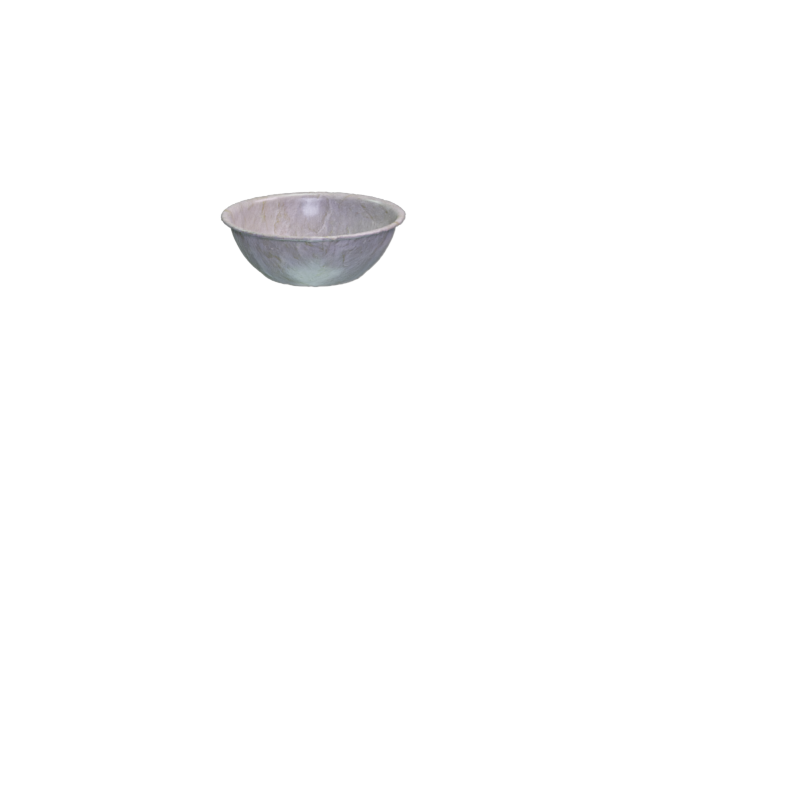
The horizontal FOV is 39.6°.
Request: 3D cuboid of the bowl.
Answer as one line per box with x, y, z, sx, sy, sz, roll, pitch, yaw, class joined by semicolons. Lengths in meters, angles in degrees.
-0.076;-0.139;0.974;0.162;0.053;0.170;-1;23;-2;bowl
